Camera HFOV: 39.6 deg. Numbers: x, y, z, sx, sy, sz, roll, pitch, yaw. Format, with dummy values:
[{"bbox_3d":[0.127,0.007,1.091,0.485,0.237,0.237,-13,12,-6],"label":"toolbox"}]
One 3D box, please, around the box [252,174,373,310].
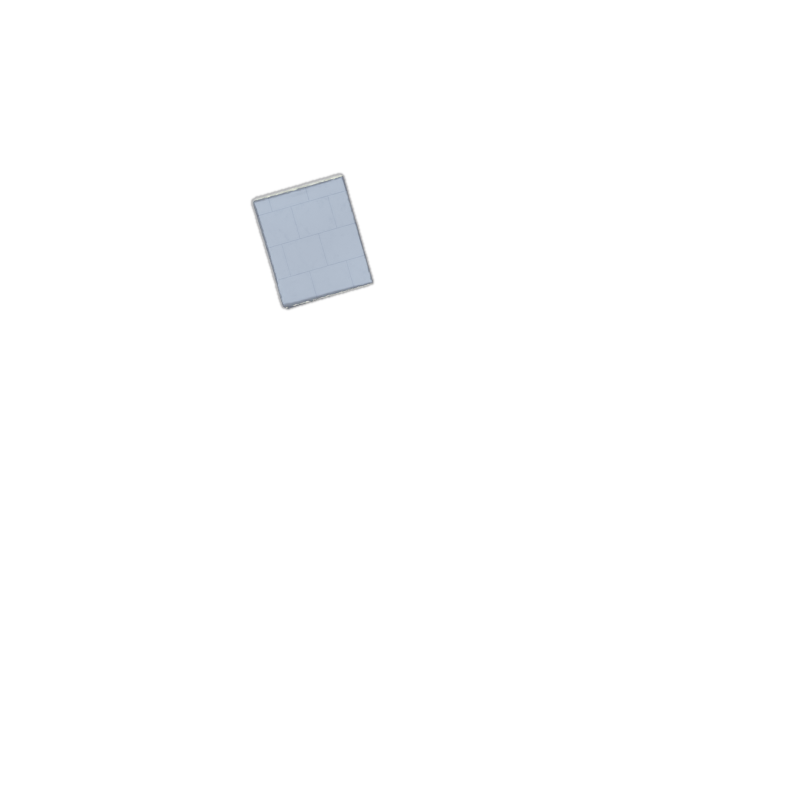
[{"bbox_3d":[-0.067,-0.122,0.855,0.073,0.089,0.030,-16,3,0],"label":"box"}]
